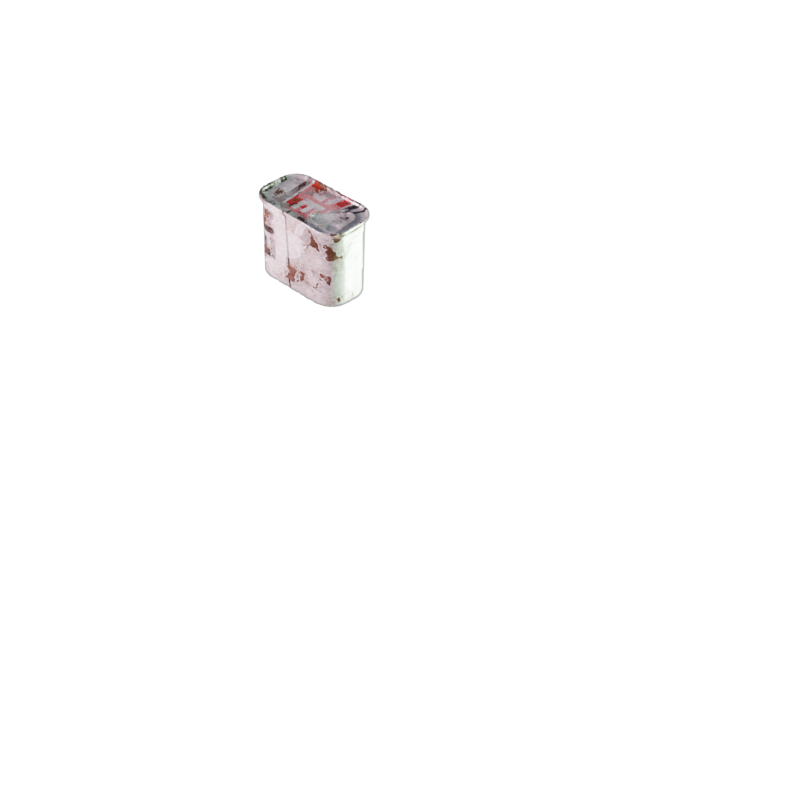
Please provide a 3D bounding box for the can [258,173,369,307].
[{"bbox_3d":[-0.077,-0.141,0.986,0.109,0.078,0.058,32,47,32],"label":"can"}]
